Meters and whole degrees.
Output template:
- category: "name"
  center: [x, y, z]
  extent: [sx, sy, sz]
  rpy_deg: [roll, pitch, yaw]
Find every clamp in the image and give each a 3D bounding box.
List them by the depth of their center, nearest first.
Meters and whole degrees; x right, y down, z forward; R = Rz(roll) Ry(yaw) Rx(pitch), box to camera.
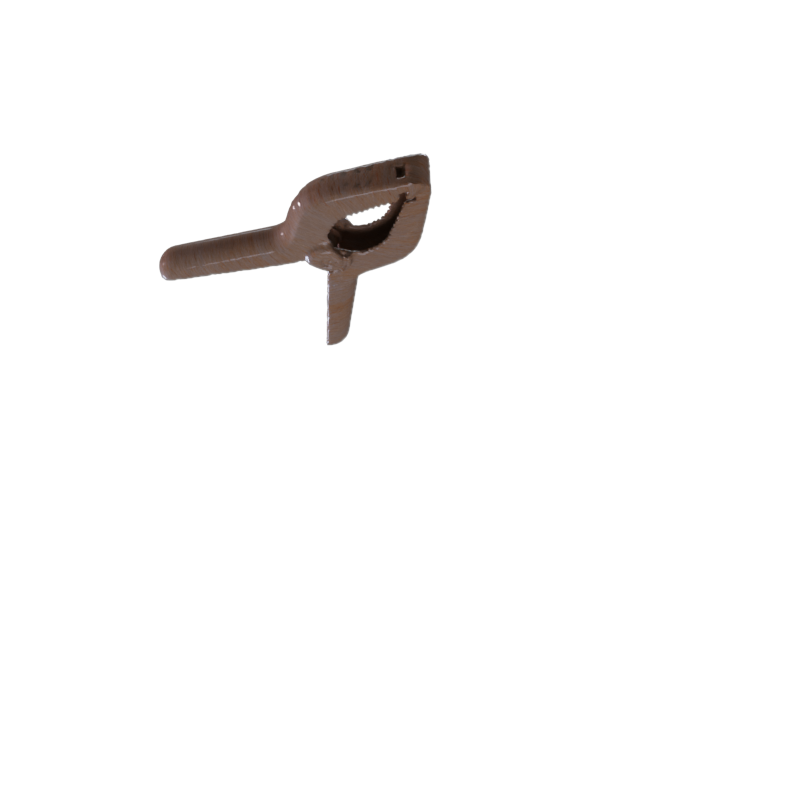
- category: "clamp"
  center: [-0.061, -0.110, 0.773]
  extent: [0.157, 0.039, 0.206]
  rpy_deg: [18, -34, -28]
